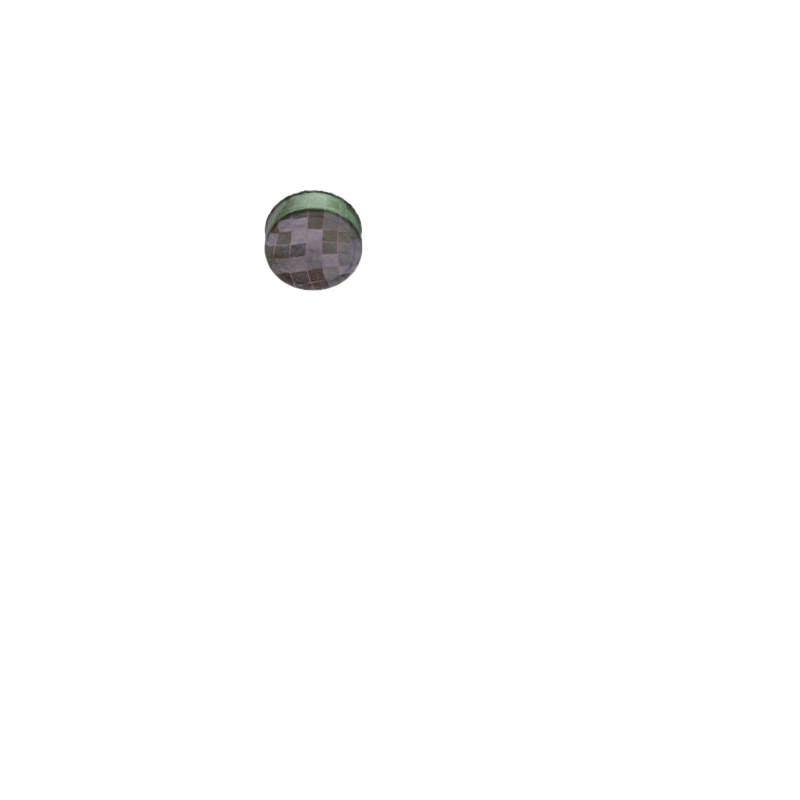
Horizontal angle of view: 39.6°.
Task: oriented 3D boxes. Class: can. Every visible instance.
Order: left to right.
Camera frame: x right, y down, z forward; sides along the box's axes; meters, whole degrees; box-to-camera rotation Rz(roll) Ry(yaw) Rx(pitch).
[{"bbox_3d":[-0.075,-0.137,0.961,0.086,0.080,0.036,1,37,-1],"label":"can"}]
